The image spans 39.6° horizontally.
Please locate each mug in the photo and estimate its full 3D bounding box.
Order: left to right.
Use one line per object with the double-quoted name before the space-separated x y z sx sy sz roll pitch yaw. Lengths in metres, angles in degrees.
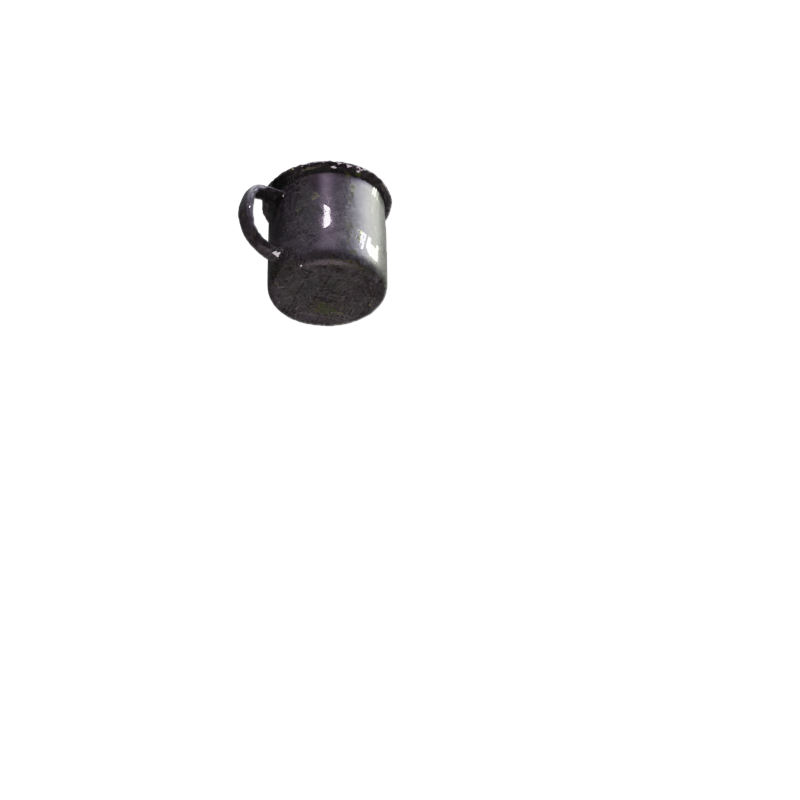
"mug" -0.060 -0.109 0.763 0.111 0.087 0.092 24 -42 -32
